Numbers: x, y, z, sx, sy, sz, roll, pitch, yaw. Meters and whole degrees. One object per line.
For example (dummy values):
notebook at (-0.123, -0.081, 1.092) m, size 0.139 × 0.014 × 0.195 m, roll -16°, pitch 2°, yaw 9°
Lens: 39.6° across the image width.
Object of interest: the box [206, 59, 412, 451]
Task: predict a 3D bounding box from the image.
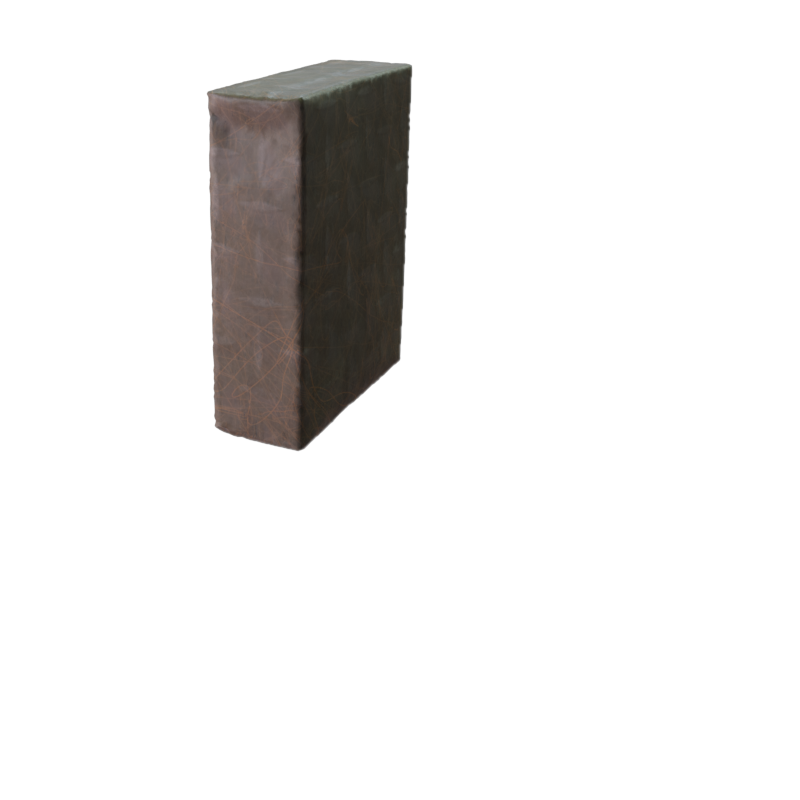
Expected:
box at (-0.055, -0.101, 0.708) m, size 0.074 × 0.205 × 0.165 m, roll 8°, pitch 21°, yaw 21°
